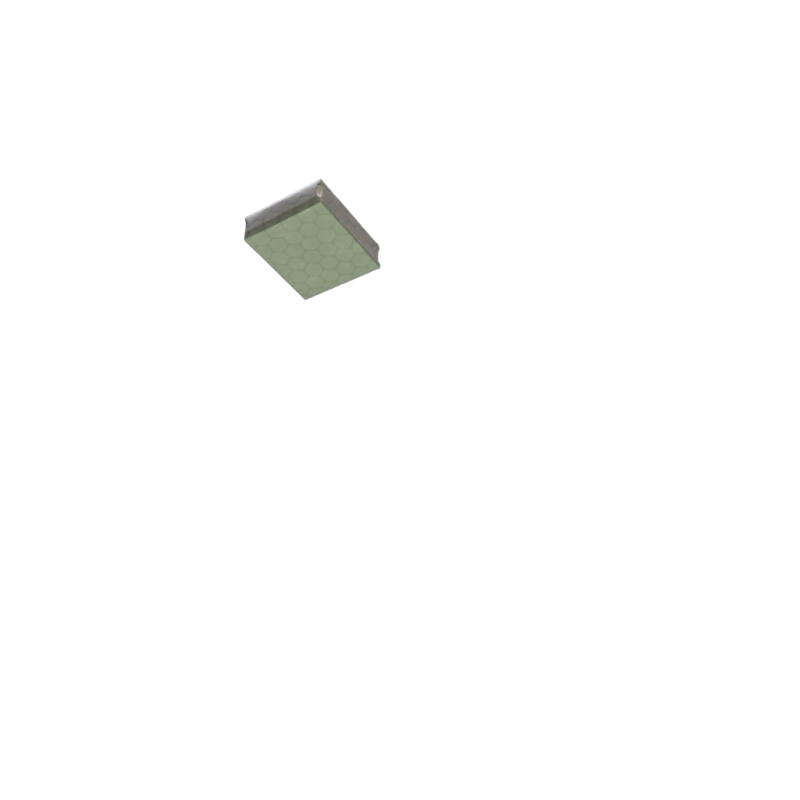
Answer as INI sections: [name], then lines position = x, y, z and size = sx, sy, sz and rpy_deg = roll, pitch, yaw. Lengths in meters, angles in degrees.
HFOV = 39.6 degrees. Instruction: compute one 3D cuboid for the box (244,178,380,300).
[box]
position = -0.069, -0.125, 0.876
size = 0.073, 0.032, 0.083
rpy_deg = -23, -45, 24
